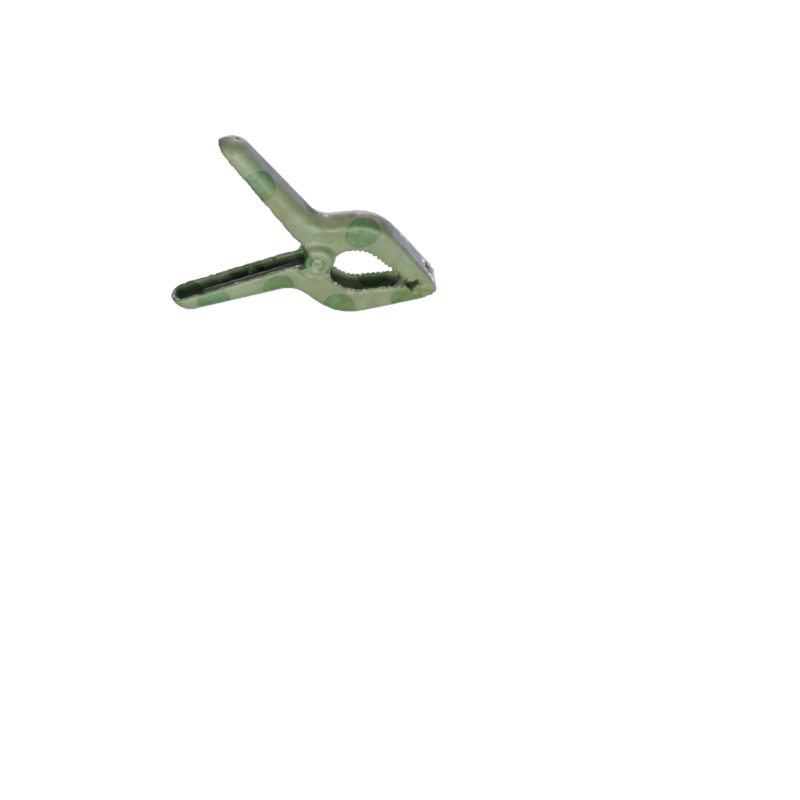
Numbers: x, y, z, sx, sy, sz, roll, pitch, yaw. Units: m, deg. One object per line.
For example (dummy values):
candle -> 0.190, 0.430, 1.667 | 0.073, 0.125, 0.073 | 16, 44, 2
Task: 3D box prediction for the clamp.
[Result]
clamp -> -0.069, -0.126, 0.883 | 0.207, 0.155, 0.039 | 9, 39, -7
